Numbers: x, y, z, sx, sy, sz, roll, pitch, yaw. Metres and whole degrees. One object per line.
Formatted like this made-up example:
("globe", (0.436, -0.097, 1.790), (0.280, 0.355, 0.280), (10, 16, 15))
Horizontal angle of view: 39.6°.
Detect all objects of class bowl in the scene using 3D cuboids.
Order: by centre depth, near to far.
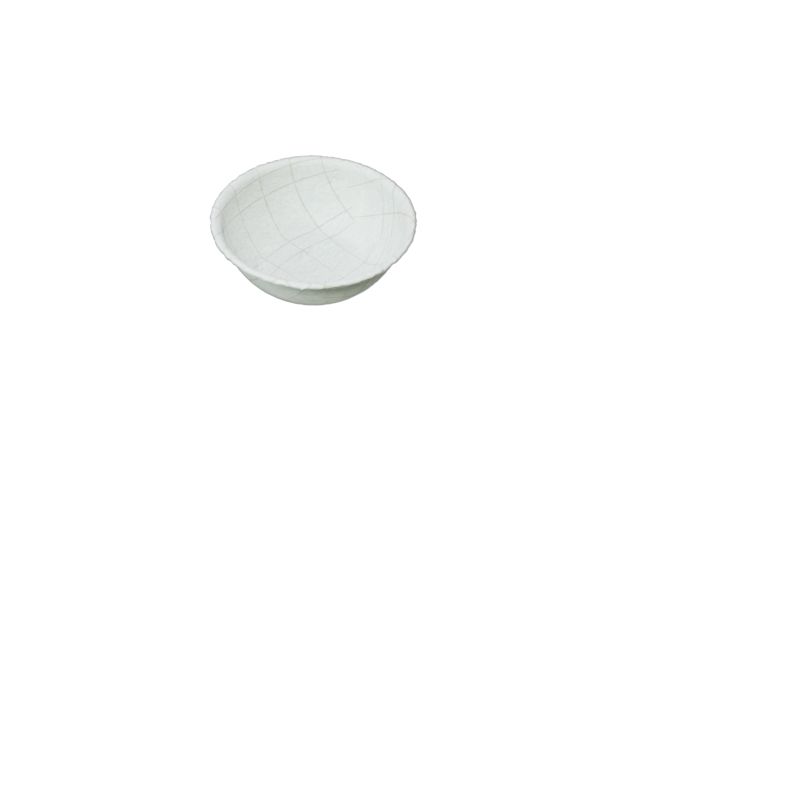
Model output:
("bowl", (-0.069, -0.126, 0.883), (0.162, 0.174, 0.051), (-1, -45, -1))
